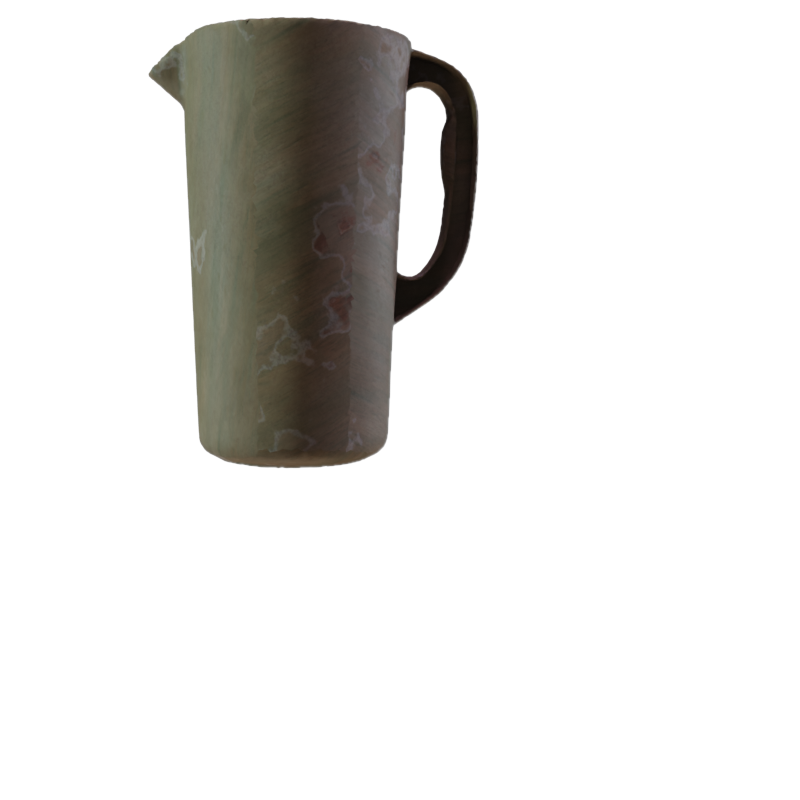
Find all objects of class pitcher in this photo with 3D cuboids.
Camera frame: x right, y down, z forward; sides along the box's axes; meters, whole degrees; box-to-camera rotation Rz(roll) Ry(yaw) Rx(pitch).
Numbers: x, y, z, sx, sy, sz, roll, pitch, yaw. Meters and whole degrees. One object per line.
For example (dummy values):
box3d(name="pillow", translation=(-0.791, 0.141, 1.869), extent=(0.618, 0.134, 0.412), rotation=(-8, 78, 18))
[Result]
box3d(name="pitcher", translation=(-0.050, -0.091, 0.636), extent=(0.155, 0.243, 0.140), rotation=(1, 1, 36))
